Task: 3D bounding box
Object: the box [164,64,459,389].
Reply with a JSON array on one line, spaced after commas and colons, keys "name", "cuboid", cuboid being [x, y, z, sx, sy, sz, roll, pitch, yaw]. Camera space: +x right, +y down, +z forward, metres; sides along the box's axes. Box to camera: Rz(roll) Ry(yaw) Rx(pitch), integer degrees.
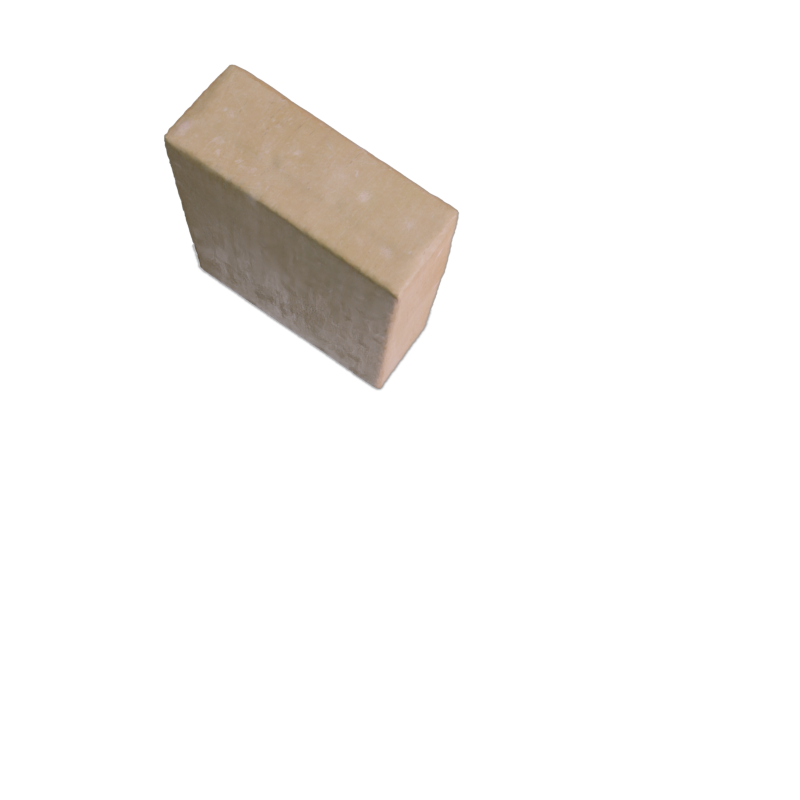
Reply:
[{"name": "box", "cuboid": [-0.056, -0.101, 0.711, 0.169, 0.073, 0.205, 35, -15, 8]}]
